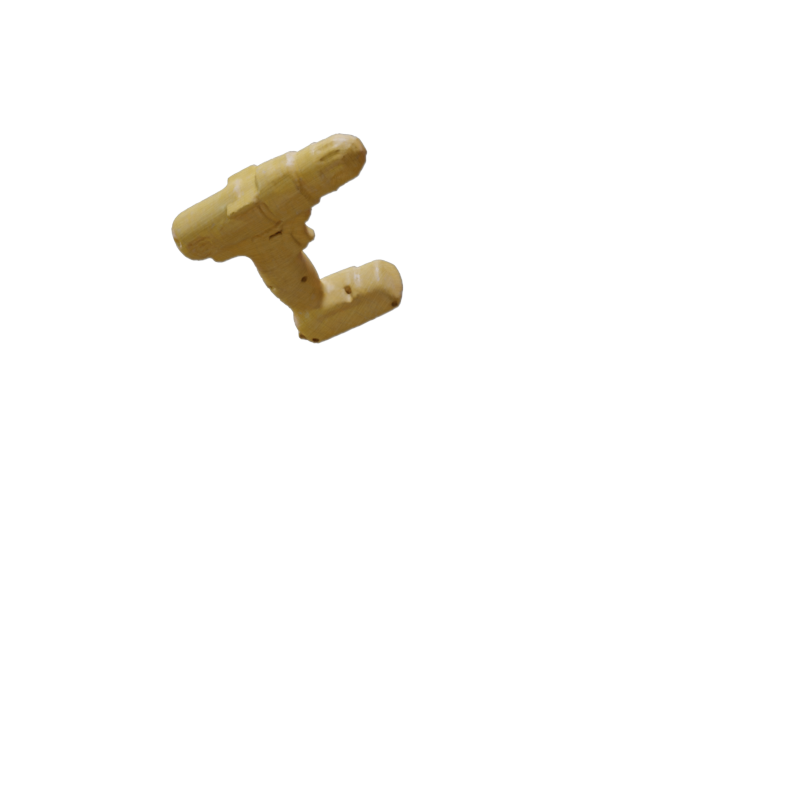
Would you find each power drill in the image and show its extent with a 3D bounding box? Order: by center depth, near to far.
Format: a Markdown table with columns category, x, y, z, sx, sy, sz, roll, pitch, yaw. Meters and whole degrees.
| category | x | y | z | sx | sy | sz | roll | pitch | yaw |
| --- | --- | --- | --- | --- | --- | --- | --- | --- | --- |
| power drill | -0.075 | -0.137 | 0.958 | 0.185 | 0.062 | 0.174 | -22 | -45 | 23 |
